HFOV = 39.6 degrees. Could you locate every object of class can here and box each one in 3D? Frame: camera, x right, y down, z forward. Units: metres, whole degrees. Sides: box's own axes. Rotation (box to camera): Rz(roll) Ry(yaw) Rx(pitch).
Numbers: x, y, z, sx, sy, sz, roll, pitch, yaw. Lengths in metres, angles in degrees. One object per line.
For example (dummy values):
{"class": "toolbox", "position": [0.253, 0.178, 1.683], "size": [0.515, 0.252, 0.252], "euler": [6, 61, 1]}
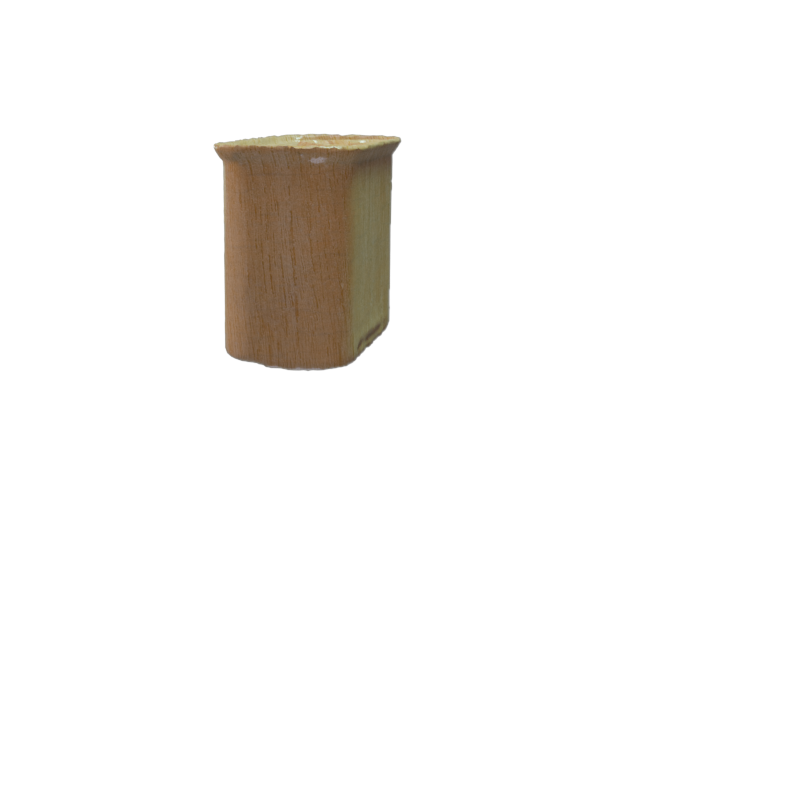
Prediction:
{"class": "can", "position": [-0.035, -0.065, 0.452], "size": [0.059, 0.082, 0.103], "euler": [3, 13, 13]}
